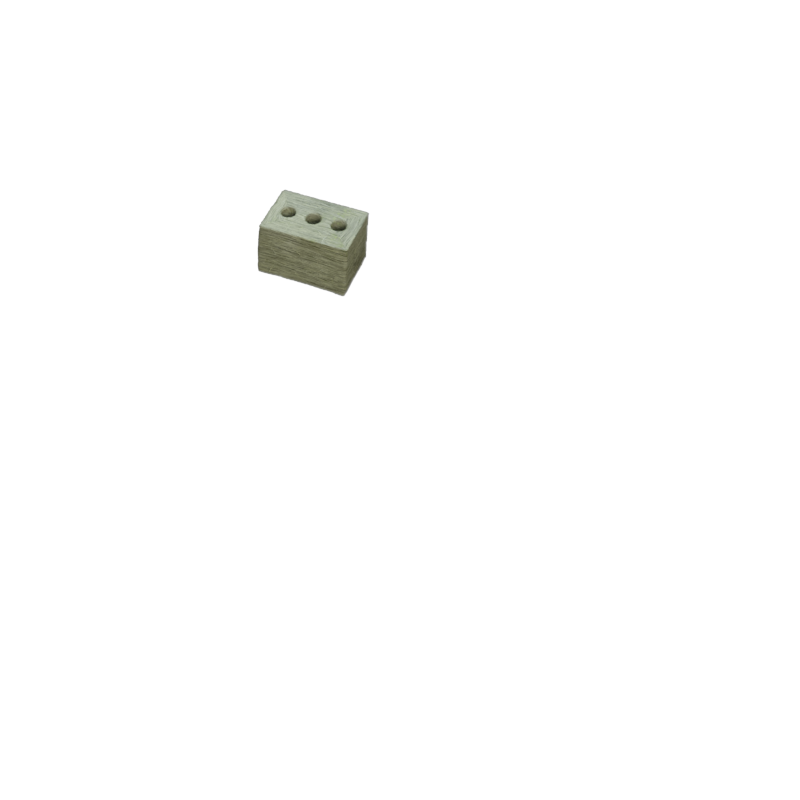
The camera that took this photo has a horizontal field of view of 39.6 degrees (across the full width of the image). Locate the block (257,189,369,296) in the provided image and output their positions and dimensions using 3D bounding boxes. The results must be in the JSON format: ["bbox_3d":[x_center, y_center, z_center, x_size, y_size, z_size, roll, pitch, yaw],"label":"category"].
[{"bbox_3d":[-0.070,-0.128,0.899,0.080,0.048,0.055,16,48,14],"label":"block"}]
